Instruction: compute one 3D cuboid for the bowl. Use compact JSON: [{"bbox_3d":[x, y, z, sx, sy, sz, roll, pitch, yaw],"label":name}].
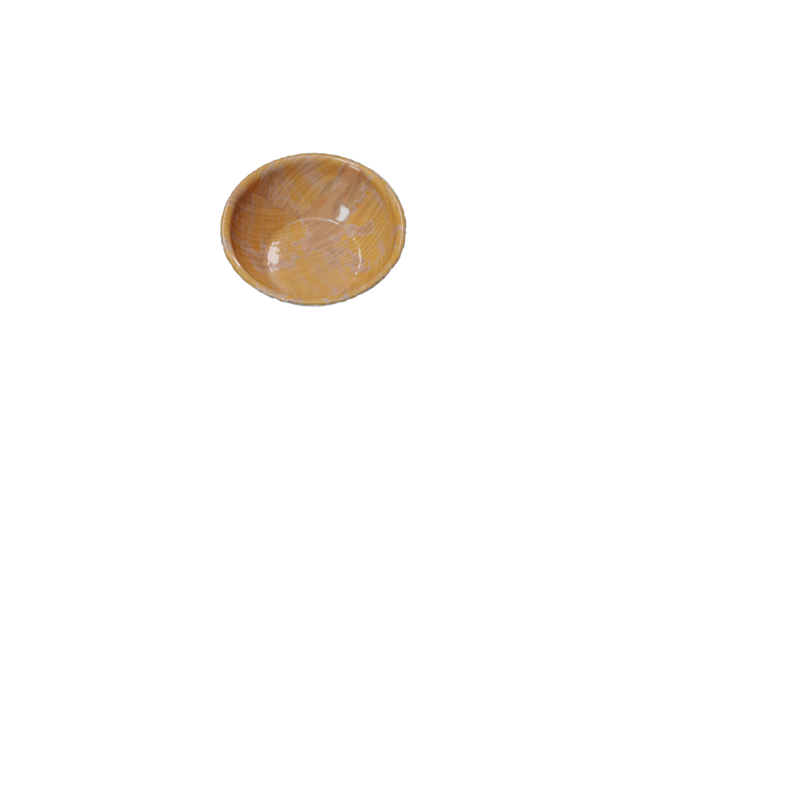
[{"bbox_3d":[-0.077,-0.140,0.980,0.162,0.173,0.052,-1,-31,-1],"label":"bowl"}]
